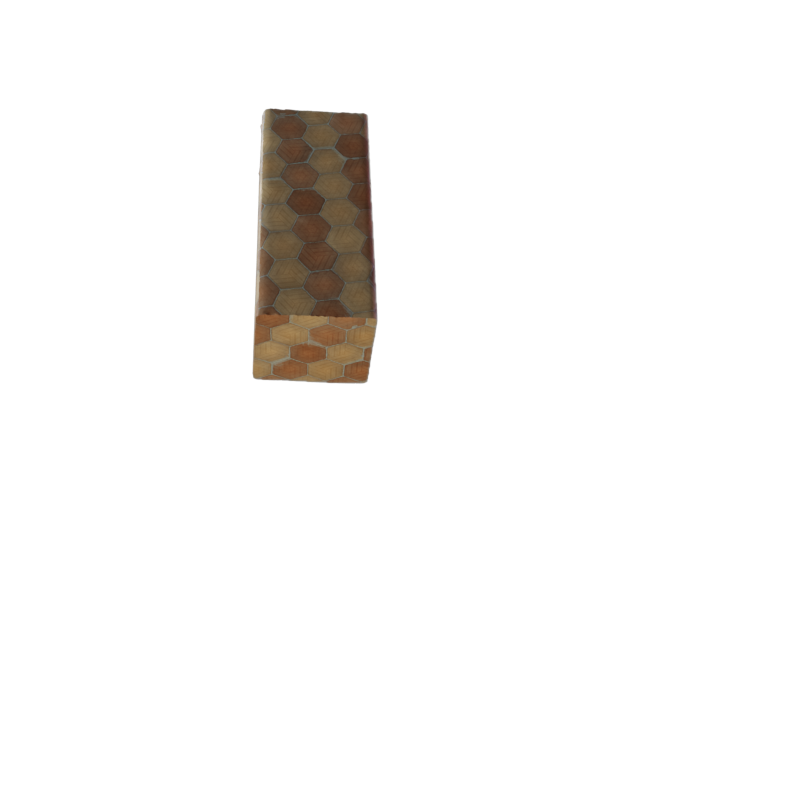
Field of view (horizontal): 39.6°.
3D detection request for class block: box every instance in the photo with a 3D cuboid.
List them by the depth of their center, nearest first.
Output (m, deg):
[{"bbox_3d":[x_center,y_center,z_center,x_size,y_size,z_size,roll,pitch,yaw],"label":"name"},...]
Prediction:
[{"bbox_3d":[-0.070,-0.126,0.880,0.090,0.221,0.085,1,-35,-6],"label":"block"}]
